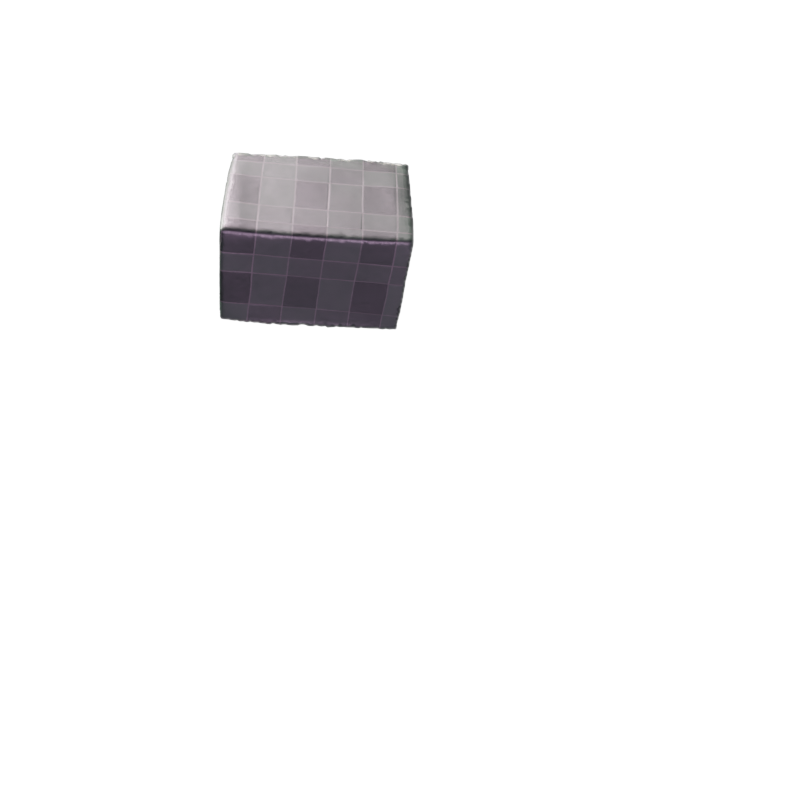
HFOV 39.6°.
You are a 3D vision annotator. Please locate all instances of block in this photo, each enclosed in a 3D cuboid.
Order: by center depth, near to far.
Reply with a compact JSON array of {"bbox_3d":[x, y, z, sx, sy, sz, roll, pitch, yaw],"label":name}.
[{"bbox_3d":[-0.037,-0.067,0.469,0.077,0.055,0.049,3,-45,-5],"label":"block"}]
